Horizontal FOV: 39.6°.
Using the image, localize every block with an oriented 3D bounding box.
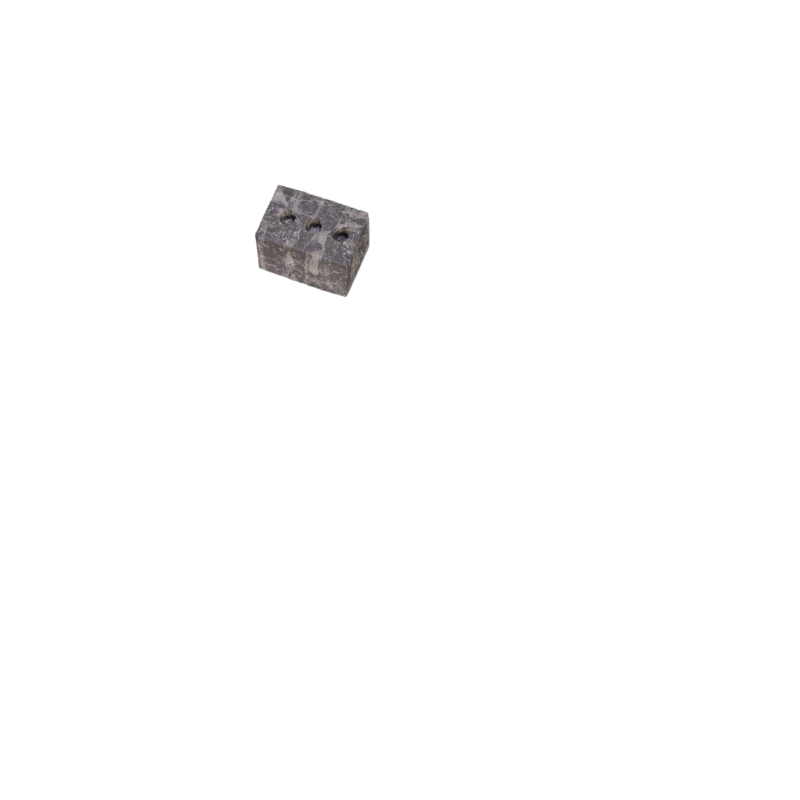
[{"bbox_3d":[-0.068,-0.124,0.868,0.079,0.055,0.048,18,-26,8],"label":"block"}]
